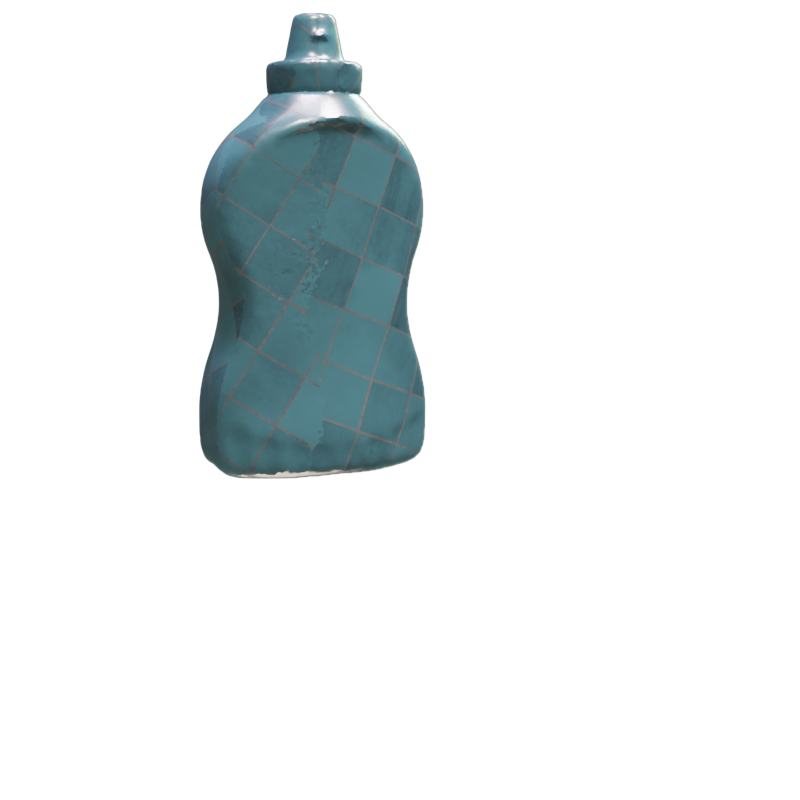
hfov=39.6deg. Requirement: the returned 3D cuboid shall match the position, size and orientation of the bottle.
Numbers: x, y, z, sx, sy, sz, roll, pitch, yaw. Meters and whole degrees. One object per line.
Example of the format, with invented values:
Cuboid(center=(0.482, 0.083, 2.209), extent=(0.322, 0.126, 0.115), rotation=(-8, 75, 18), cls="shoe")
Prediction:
Cuboid(center=(-0.037, -0.068, 0.474), extent=(0.094, 0.190, 0.060), rotation=(-1, 3, -21), cls="bottle")
